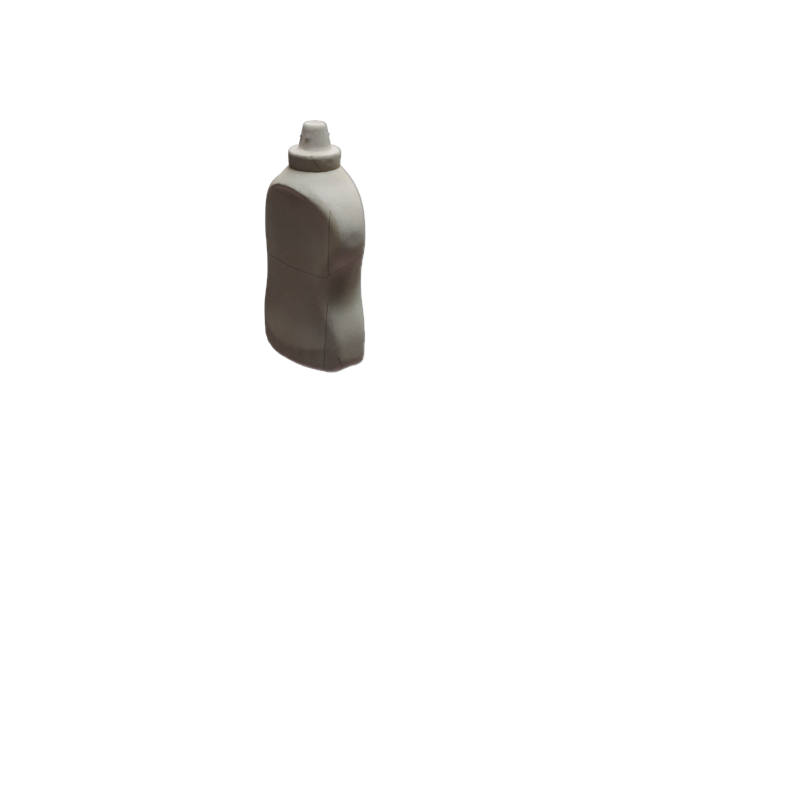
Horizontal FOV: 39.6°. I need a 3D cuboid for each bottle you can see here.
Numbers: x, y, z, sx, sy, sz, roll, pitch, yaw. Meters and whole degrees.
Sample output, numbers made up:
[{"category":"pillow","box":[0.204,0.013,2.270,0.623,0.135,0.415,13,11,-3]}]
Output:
[{"category":"bottle","box":[-0.068,-0.125,0.874,0.057,0.183,0.102,-15,27,-36]}]
